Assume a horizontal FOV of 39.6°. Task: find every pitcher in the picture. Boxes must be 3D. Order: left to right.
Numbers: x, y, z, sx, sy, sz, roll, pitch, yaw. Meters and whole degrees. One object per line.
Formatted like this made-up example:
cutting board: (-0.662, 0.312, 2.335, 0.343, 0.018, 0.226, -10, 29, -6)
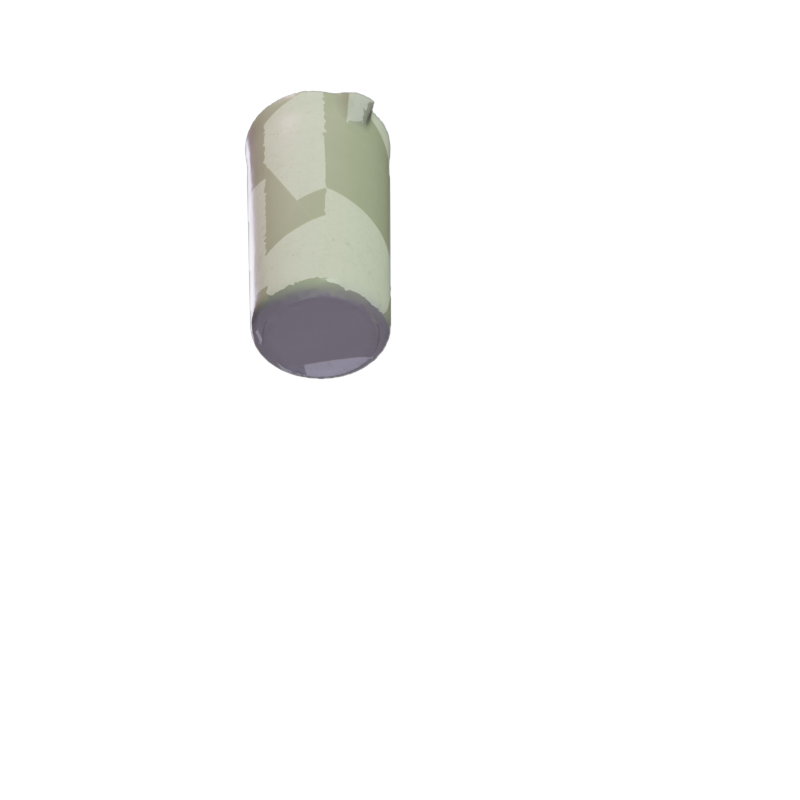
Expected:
pitcher: (-0.073, -0.133, 0.934, 0.146, 0.261, 0.138, -10, -45, 7)
